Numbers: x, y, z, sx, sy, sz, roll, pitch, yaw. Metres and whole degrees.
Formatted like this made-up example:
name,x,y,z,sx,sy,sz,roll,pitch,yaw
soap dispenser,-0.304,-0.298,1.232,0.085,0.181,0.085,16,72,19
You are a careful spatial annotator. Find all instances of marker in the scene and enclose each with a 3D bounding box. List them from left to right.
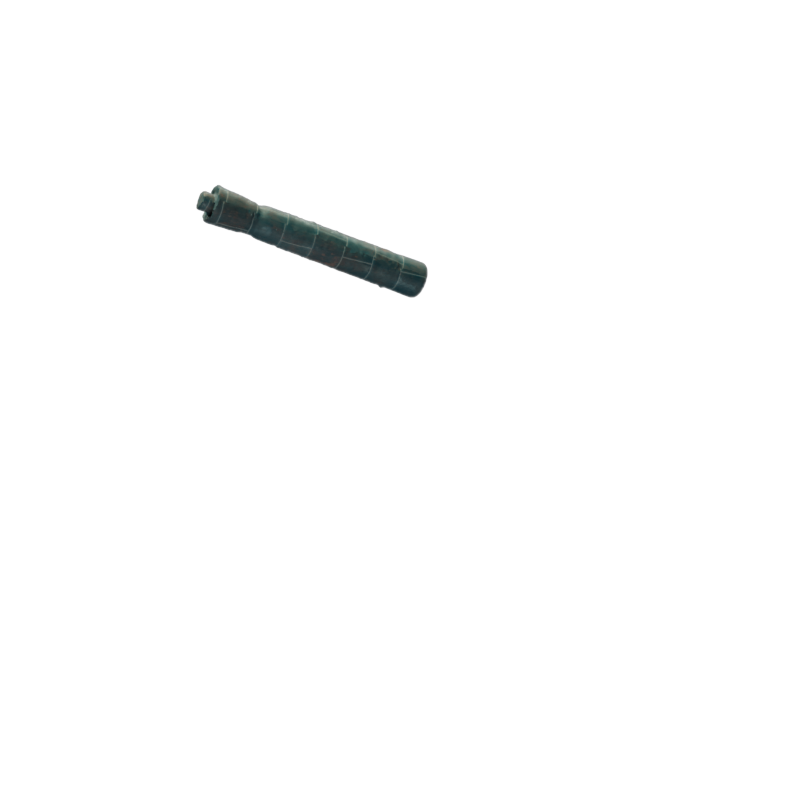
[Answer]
name,x,y,z,sx,sy,sz,roll,pitch,yaw
marker,-0.042,-0.077,0.539,0.116,0.020,0.020,18,-4,-21
